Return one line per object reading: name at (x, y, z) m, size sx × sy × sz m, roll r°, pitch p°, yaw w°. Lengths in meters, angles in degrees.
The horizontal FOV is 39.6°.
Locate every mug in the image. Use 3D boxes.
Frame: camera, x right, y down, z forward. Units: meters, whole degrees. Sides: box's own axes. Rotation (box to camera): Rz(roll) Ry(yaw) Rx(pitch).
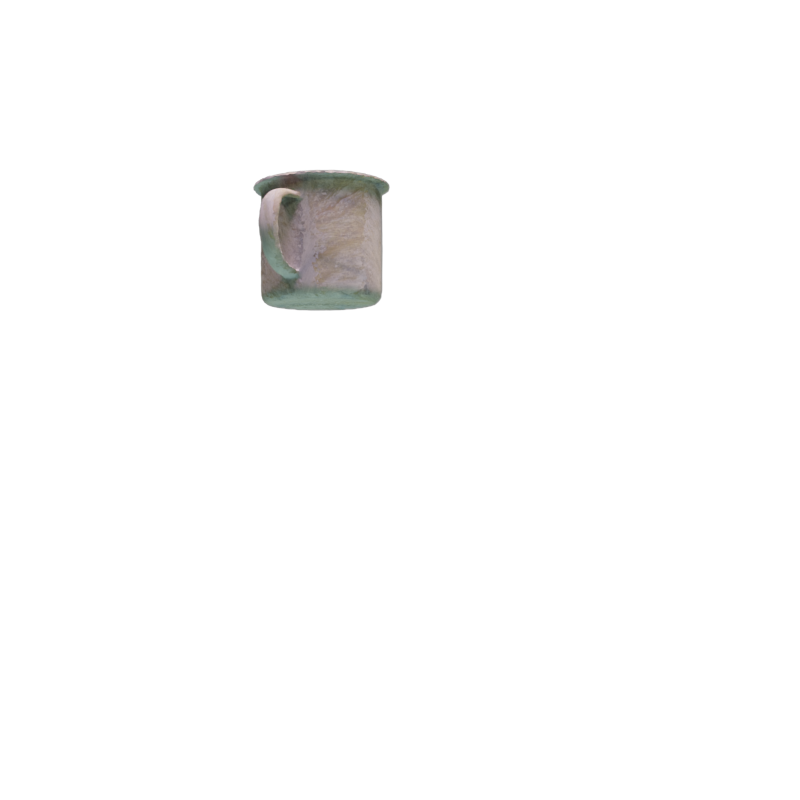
mug at (-0.058, -0.105, 0.739) m, size 0.096 × 0.083 × 0.112 m, roll -3°, pitch -6°, yaw 25°
